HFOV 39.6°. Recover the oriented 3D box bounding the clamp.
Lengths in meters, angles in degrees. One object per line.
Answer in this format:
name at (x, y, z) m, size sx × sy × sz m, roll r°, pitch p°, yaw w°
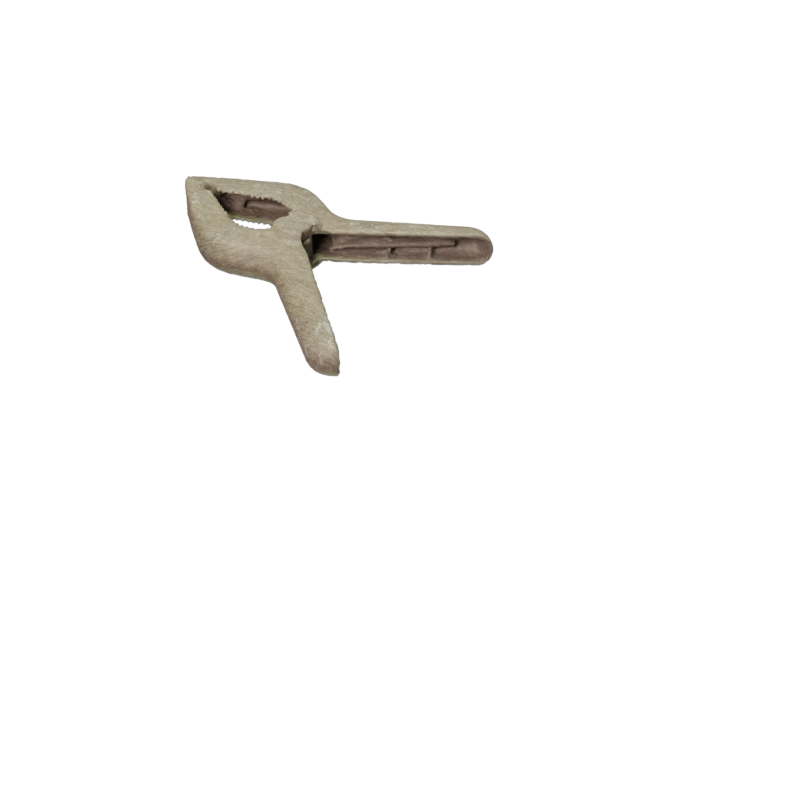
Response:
clamp at (-0.057, -0.104, 0.725) m, size 0.164 × 0.034 × 0.225 m, roll -30°, pitch 47°, yaw -33°
